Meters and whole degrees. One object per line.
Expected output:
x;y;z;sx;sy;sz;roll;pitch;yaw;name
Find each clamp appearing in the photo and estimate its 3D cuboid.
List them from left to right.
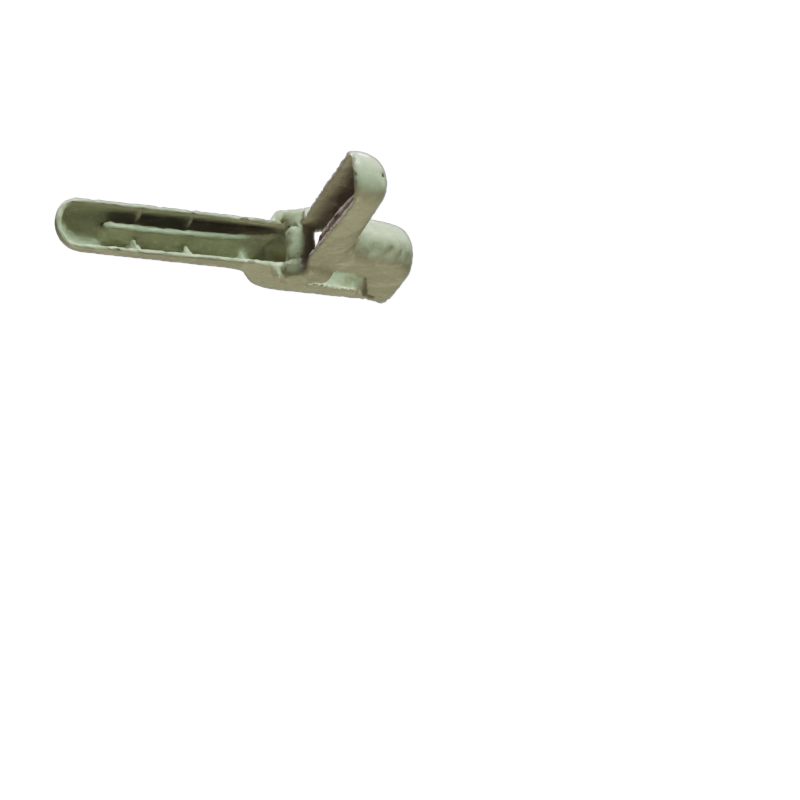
-0.044;-0.080;0.561;0.169;0.037;0.199;-4;-7;31;clamp
